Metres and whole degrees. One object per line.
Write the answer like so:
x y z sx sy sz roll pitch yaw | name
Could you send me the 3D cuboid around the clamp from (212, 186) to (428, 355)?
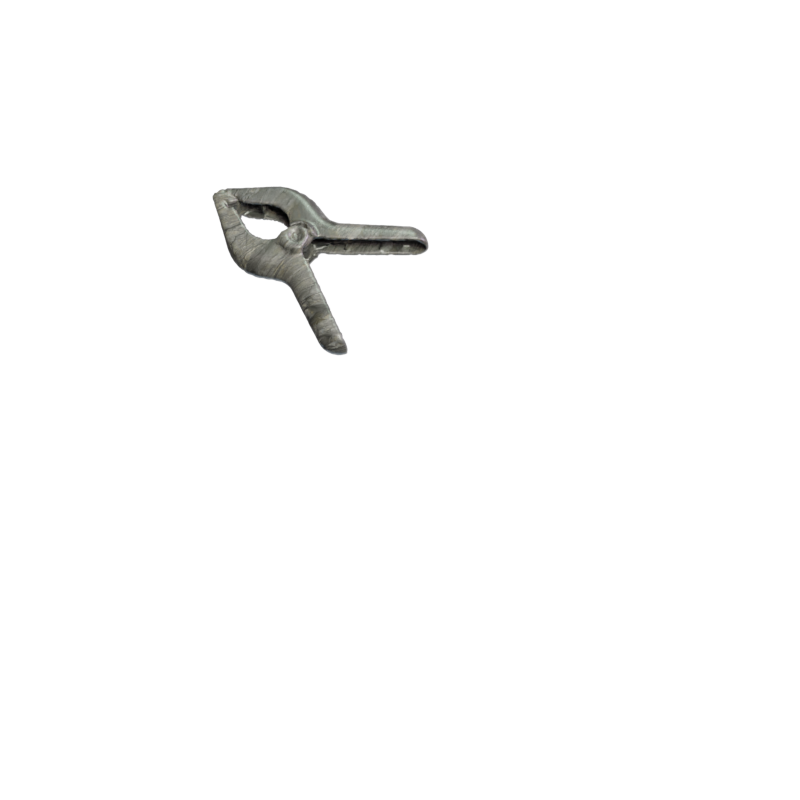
-0.067 -0.123 0.859 0.181 0.121 0.037 40 -25 22 | clamp
